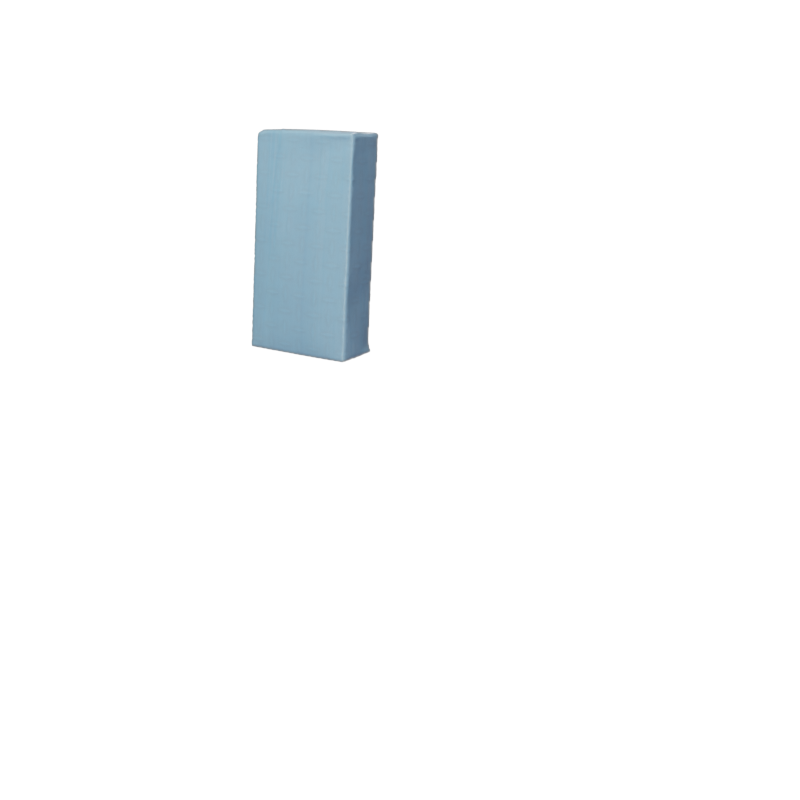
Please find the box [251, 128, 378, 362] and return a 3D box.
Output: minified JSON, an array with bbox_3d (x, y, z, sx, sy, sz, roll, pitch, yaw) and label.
[{"bbox_3d":[-0.069,-0.125,0.877,0.097,0.173,0.047,7,11,32],"label":"box"}]
